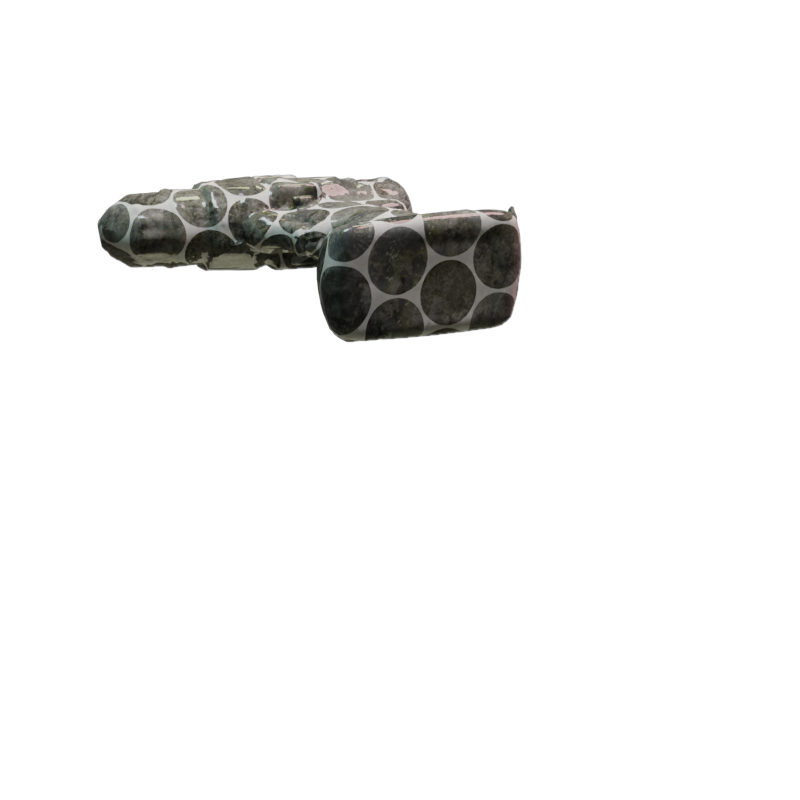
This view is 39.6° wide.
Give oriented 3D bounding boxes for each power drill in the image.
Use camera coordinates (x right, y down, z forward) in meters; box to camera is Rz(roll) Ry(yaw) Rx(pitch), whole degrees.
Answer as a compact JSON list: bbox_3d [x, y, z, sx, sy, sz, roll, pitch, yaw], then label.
[{"bbox_3d":[-0.044,-0.081,0.566,0.180,0.055,0.199,-10,22,-26],"label":"power drill"}]
